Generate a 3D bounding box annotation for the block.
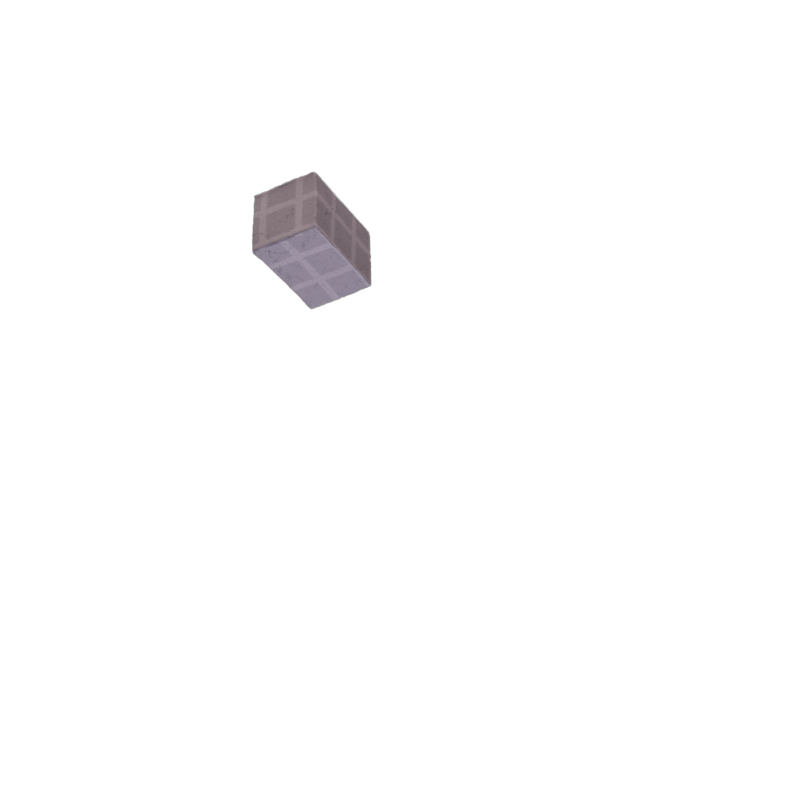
[{"bbox_3d":[-0.060,-0.110,0.773,0.053,0.055,0.072,-19,-40,22],"label":"block"}]
